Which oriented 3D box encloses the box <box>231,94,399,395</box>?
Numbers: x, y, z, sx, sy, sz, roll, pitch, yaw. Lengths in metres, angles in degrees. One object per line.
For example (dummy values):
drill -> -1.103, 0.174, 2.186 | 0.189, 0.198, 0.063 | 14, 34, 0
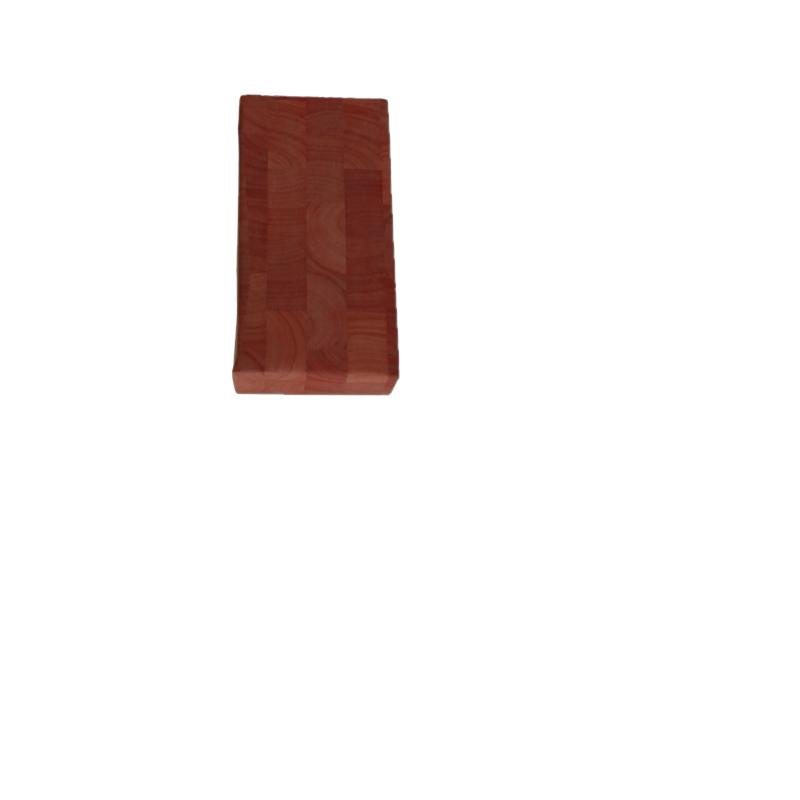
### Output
box -> -0.051, -0.093, 0.653 | 0.093, 0.186, 0.046 | 1, -23, -5
